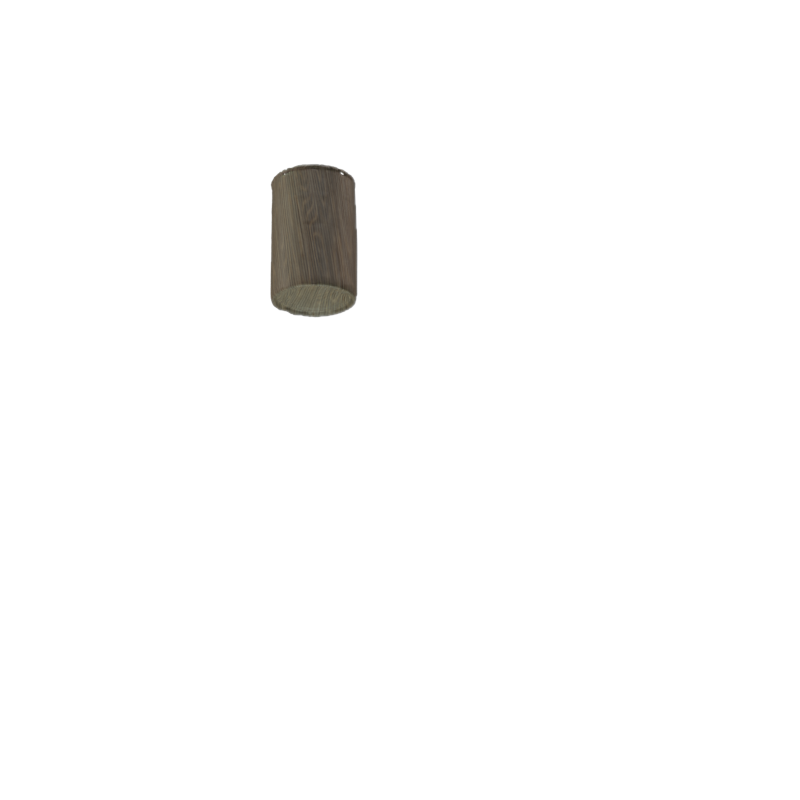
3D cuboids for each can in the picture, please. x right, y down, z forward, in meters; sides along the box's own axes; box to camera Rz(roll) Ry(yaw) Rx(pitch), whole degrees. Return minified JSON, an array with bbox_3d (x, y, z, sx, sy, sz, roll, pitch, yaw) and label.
[{"bbox_3d":[-0.068,-0.124,0.867,0.068,0.108,0.065,0,-22,-2],"label":"can"}]
